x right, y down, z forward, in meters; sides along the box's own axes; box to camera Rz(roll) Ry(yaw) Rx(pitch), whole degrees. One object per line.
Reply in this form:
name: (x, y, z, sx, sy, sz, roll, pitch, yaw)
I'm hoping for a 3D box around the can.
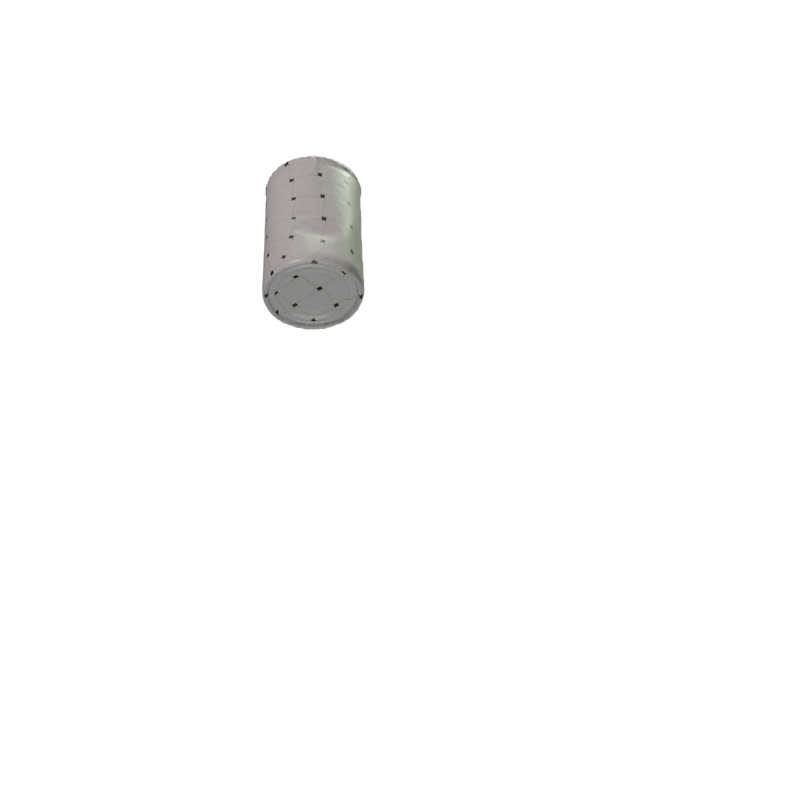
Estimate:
can: (-0.059, -0.107, 0.750, 0.068, 0.110, 0.064, -1, -42, -3)
